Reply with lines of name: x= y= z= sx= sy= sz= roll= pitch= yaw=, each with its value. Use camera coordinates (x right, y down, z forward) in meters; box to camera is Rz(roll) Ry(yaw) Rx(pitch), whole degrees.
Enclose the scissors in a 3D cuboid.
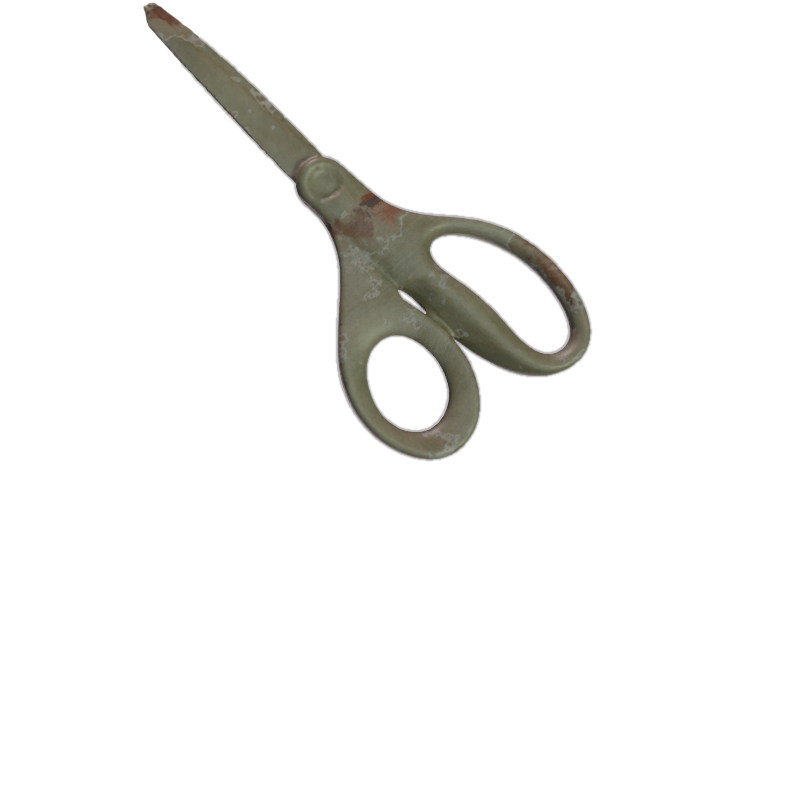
scissors: x=-0.031 y=-0.056 z=0.395 sx=0.205 sy=0.098 sz=0.015 roll=31 pitch=-11 yaw=7
